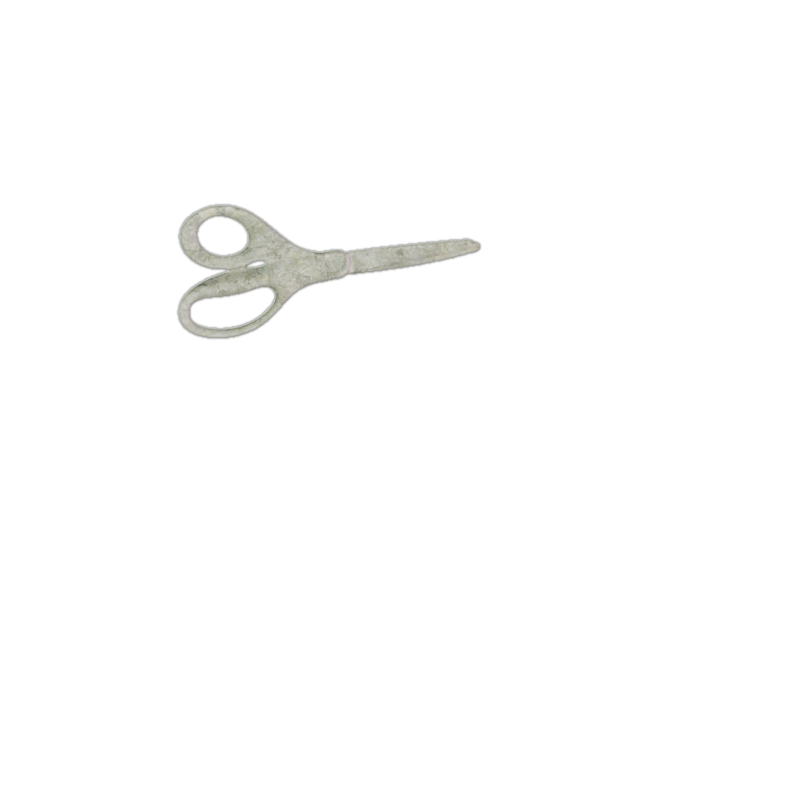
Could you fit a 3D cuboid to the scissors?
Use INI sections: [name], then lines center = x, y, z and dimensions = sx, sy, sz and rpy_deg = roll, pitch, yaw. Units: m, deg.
[scissors]
center = -0.057, -0.105, 0.733
dimensions = 0.201, 0.096, 0.016
rpy_deg = -23, -1, 0
